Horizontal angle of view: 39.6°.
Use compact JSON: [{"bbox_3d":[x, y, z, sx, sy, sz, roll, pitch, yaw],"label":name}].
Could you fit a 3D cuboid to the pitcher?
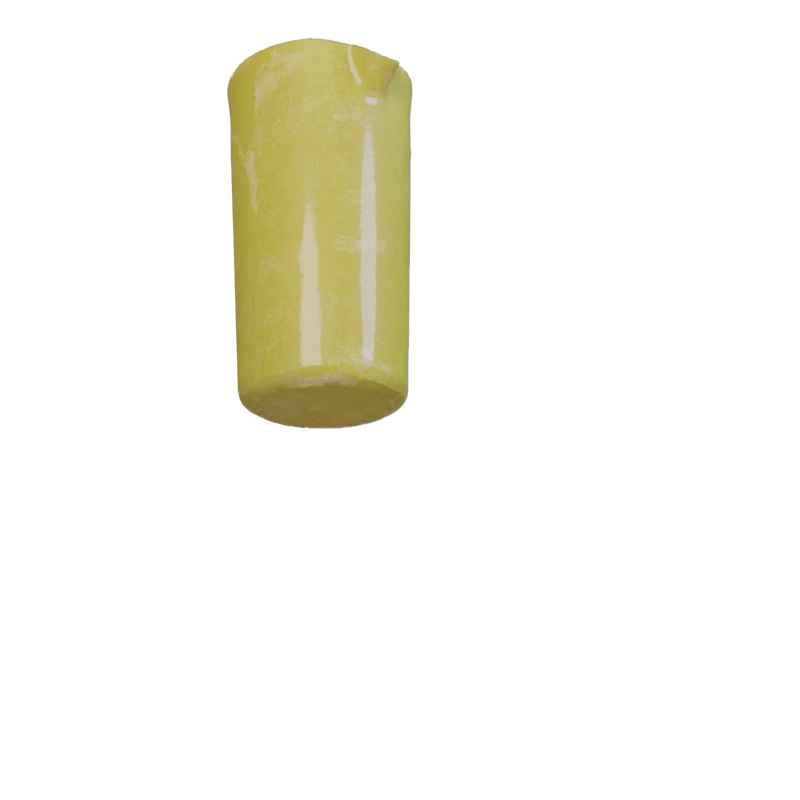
[{"bbox_3d":[-0.059,-0.108,0.756,0.146,0.256,0.140,-4,-23,7],"label":"pitcher"}]
